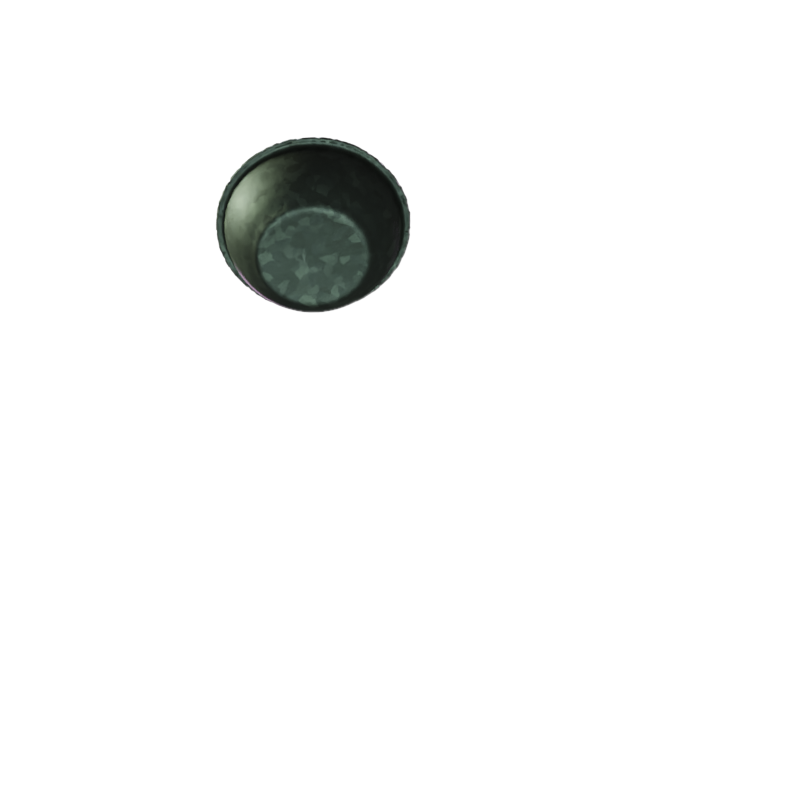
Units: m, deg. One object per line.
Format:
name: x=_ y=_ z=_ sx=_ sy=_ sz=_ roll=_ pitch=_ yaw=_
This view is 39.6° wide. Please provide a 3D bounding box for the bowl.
bowl: x=-0.070 y=-0.128 z=0.897 sx=0.162 sy=0.152 sz=0.059 roll=1 pitch=31 yaw=-1
